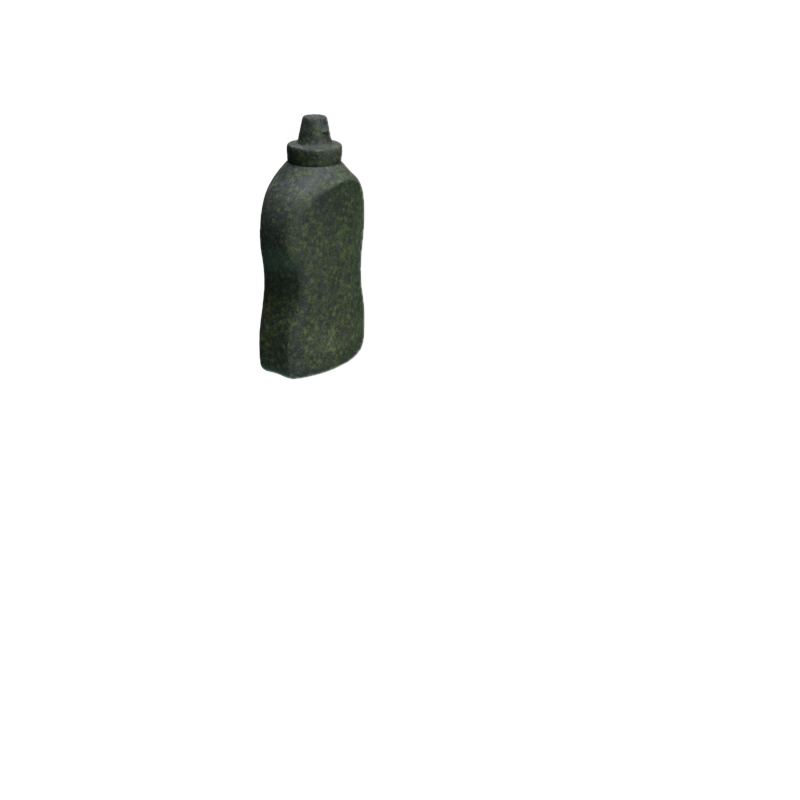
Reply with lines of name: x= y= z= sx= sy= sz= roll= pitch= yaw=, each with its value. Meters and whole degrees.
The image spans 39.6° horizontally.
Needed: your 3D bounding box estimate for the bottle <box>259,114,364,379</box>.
bottle: x=-0.065 y=-0.119 z=0.835 sx=0.061 sy=0.184 sz=0.095 roll=14 pitch=23 yaw=36
